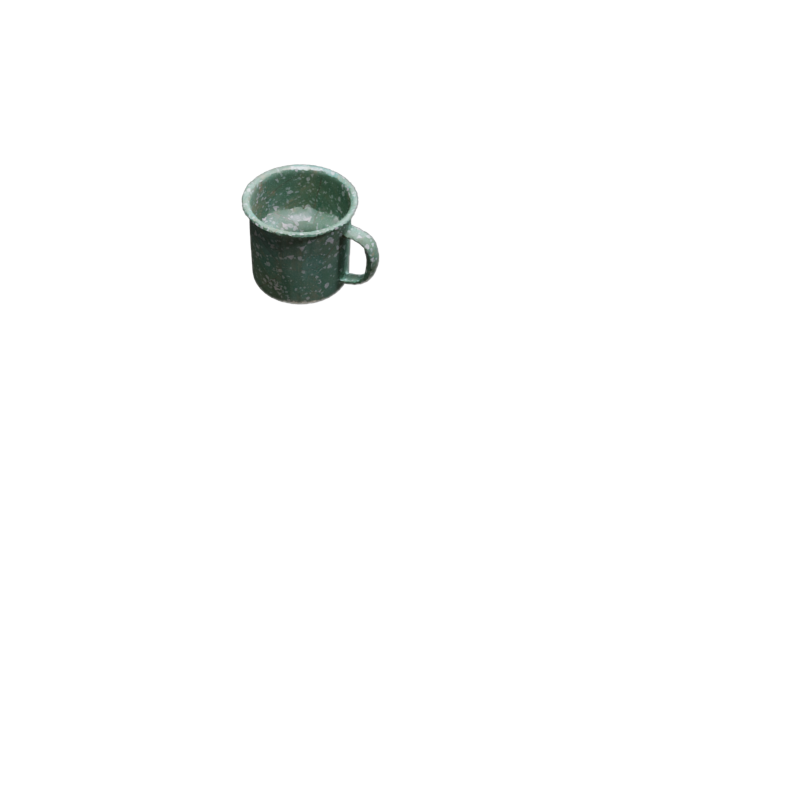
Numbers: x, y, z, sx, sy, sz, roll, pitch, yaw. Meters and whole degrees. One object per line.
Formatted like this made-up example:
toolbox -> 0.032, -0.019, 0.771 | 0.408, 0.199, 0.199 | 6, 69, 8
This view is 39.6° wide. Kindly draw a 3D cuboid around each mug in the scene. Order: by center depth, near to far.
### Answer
mug -> -0.071, -0.129, 0.901 | 0.122, 0.076, 0.096 | 20, 47, 18
